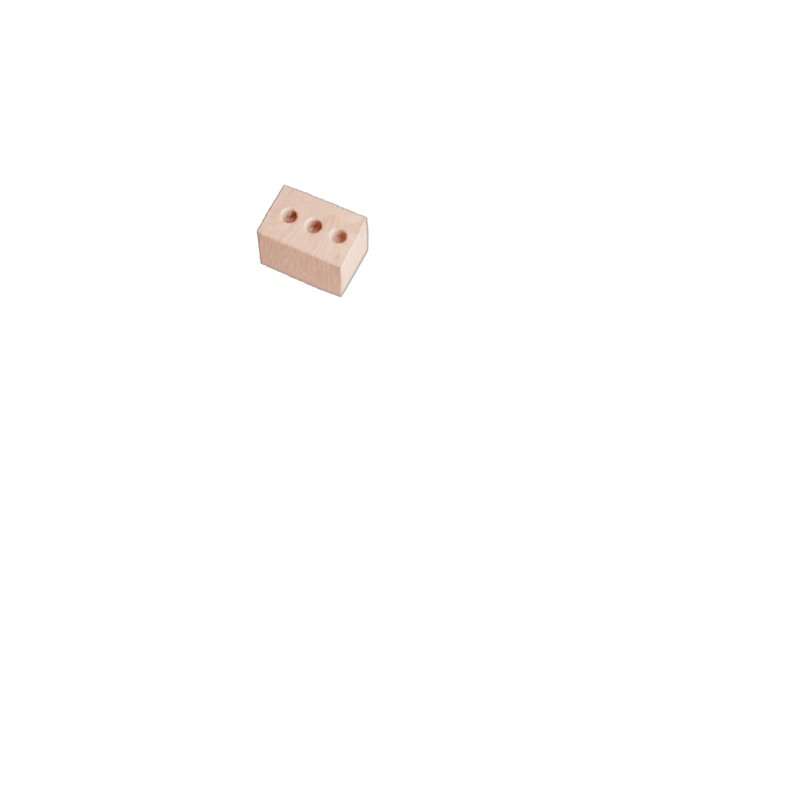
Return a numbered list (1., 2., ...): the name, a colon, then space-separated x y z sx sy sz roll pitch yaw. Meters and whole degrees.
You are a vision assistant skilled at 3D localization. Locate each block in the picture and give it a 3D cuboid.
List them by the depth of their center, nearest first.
1. block: -0.071 -0.129 0.903 0.080 0.055 0.048 23 -26 11
